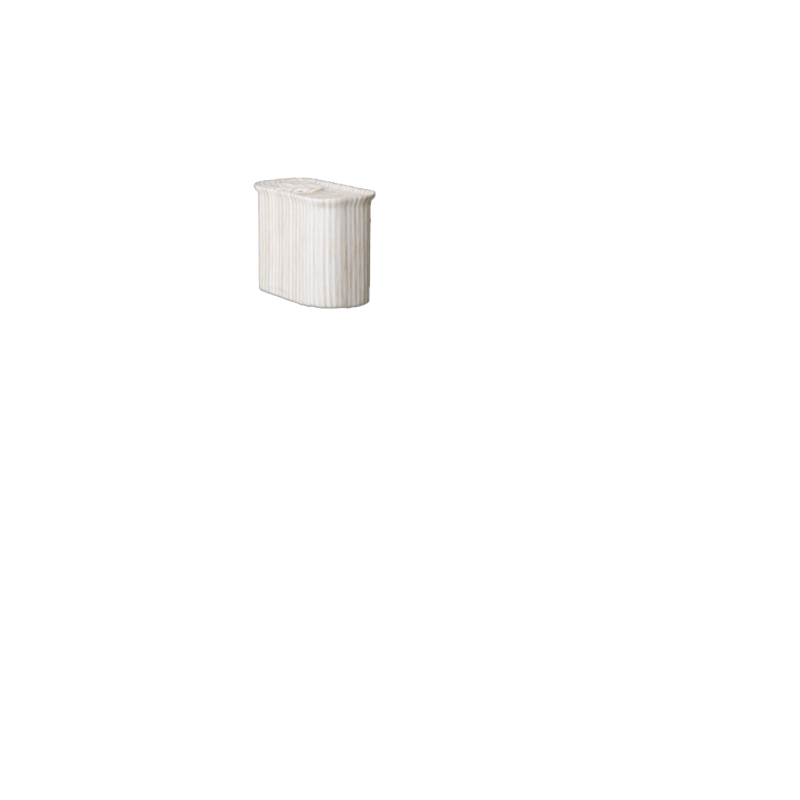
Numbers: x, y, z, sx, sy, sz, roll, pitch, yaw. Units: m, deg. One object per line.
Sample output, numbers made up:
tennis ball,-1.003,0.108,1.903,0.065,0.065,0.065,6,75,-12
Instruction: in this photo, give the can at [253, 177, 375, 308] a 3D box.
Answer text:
can,-0.066,-0.120,0.838,0.056,0.081,0.108,-11,20,-38
